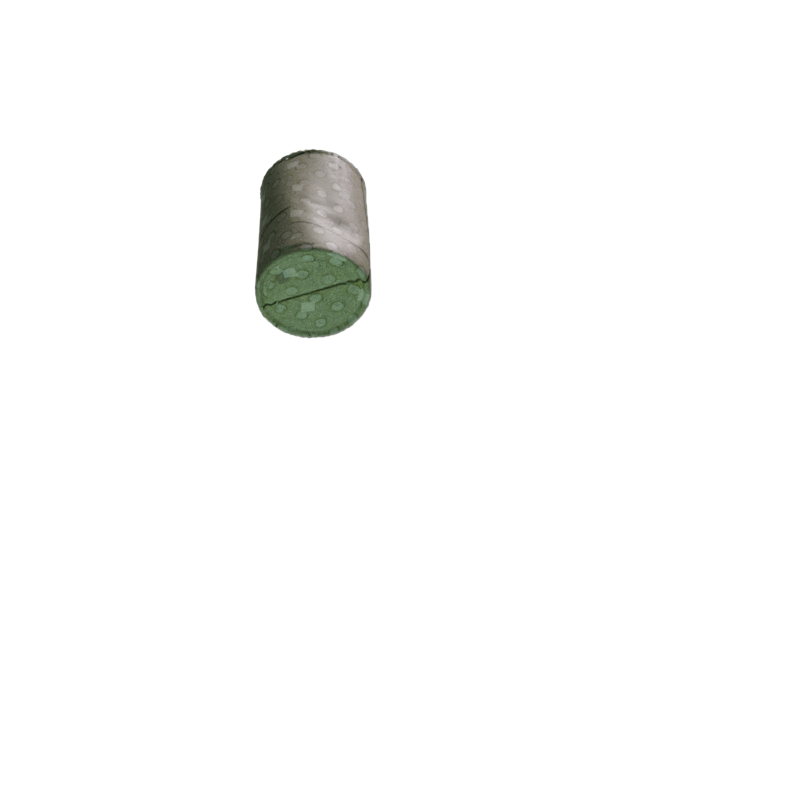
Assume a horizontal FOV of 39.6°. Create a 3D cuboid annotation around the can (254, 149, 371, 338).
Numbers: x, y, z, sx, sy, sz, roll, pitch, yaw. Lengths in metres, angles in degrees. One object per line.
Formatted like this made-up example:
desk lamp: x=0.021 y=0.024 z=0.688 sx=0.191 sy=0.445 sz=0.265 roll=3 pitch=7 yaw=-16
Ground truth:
can: x=-0.052 y=-0.095 z=0.666 sx=0.068 sy=0.064 sz=0.110 roll=-1 pitch=42 yaw=-3
